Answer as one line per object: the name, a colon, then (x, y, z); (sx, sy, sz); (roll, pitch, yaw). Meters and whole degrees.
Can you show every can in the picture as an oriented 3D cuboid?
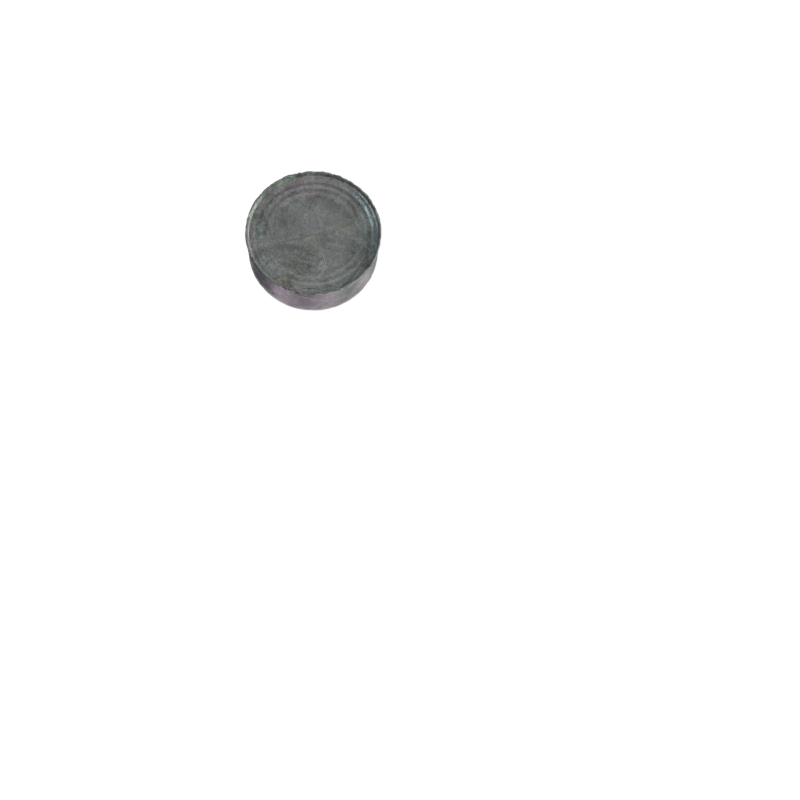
can: (-0.056, -0.101, 0.710); (0.086, 0.091, 0.032); (-1, -23, -1)
